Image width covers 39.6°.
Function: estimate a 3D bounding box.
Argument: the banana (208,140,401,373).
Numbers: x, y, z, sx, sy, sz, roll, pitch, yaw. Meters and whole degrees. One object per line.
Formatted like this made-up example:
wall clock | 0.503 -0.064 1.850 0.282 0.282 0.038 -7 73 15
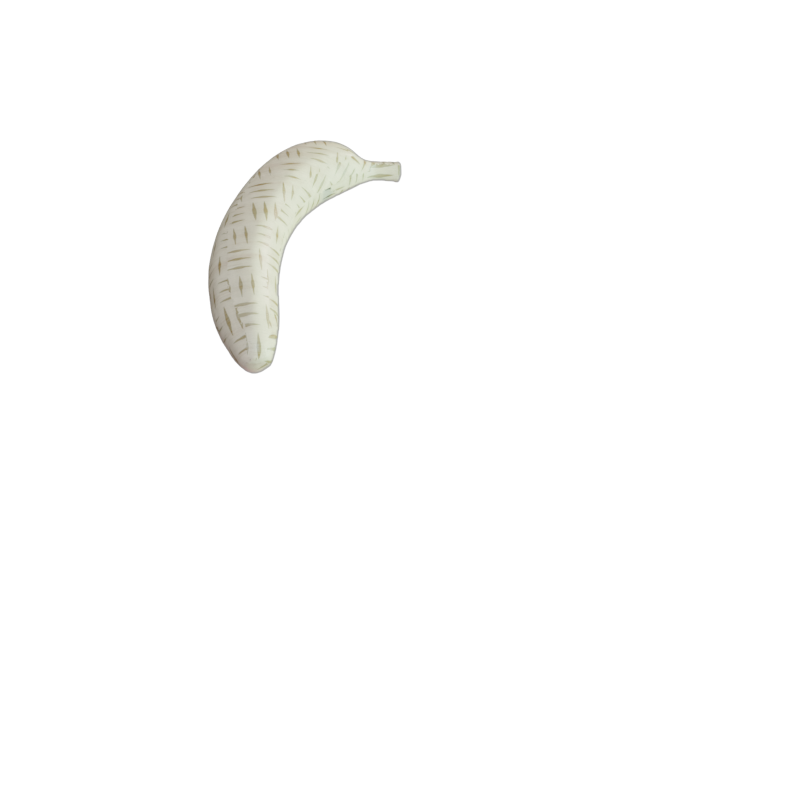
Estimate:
banana | -0.062 -0.092 0.598 0.072 0.034 0.206 14 44 14
